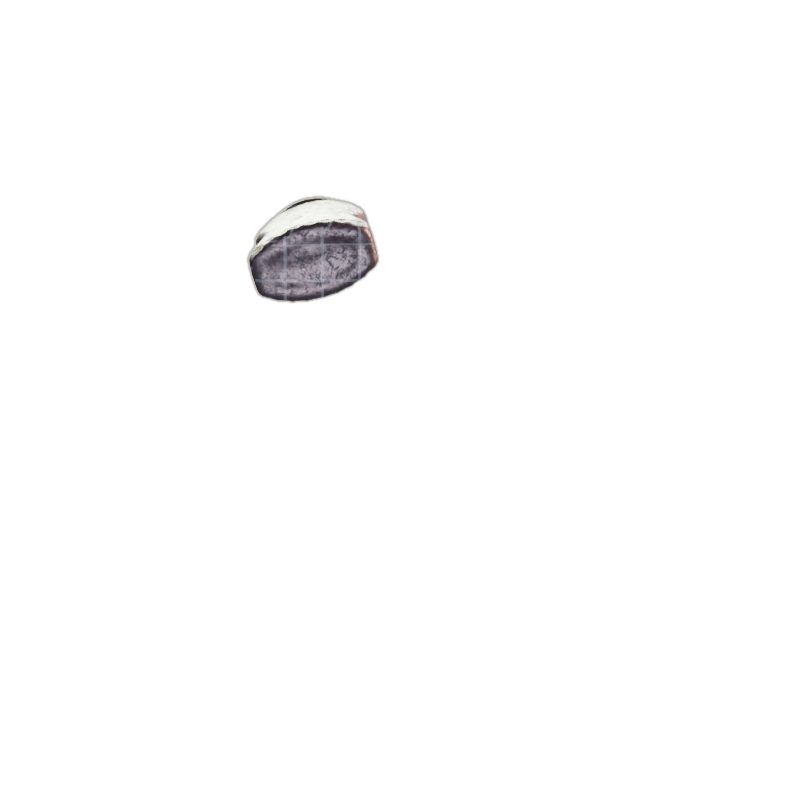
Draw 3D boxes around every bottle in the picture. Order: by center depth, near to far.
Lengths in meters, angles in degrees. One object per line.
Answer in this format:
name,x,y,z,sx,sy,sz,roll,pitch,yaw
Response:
bottle,-0.072,-0.131,0.915,0.096,0.056,0.198,-17,17,1
